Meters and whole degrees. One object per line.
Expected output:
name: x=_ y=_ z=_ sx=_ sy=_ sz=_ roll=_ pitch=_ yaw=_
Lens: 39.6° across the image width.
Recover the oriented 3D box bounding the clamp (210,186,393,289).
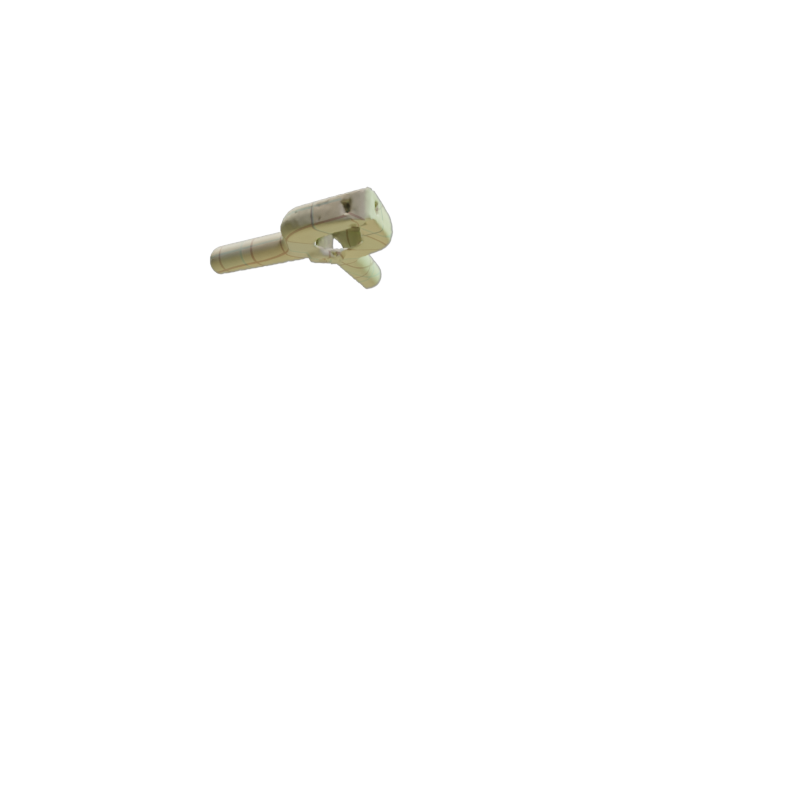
clamp: x=-0.075 y=-0.137 z=0.958 sx=0.162 sy=0.038 sz=0.207 roll=2 pitch=-10 yaw=-13
